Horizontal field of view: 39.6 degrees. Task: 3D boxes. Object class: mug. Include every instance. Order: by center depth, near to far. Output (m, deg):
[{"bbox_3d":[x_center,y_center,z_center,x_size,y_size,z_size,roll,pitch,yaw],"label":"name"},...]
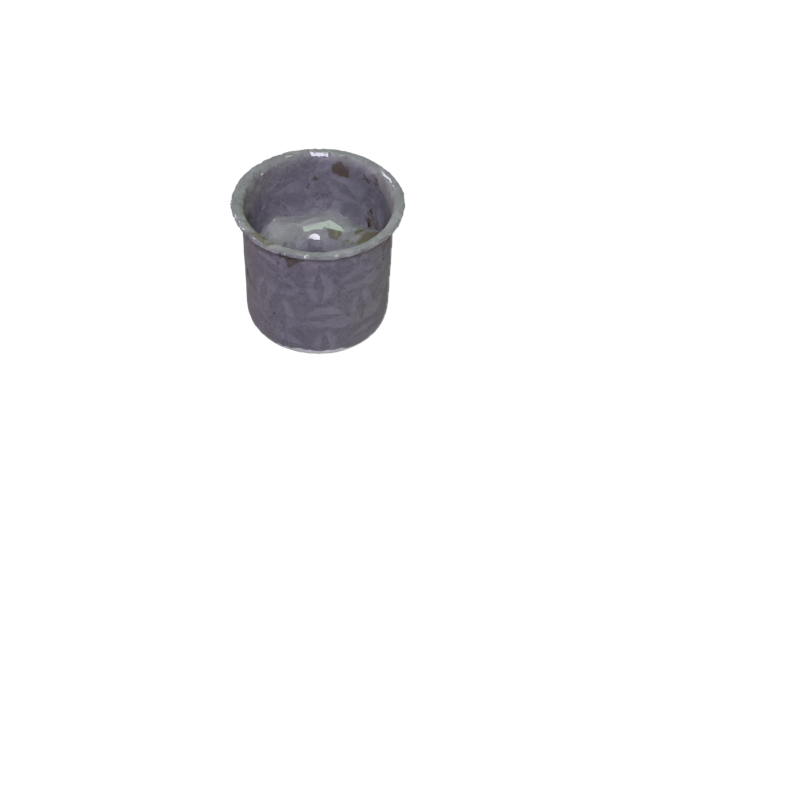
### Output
[{"bbox_3d":[-0.049,-0.089,0.626,0.092,0.076,0.127,-9,46,-11],"label":"mug"}]
